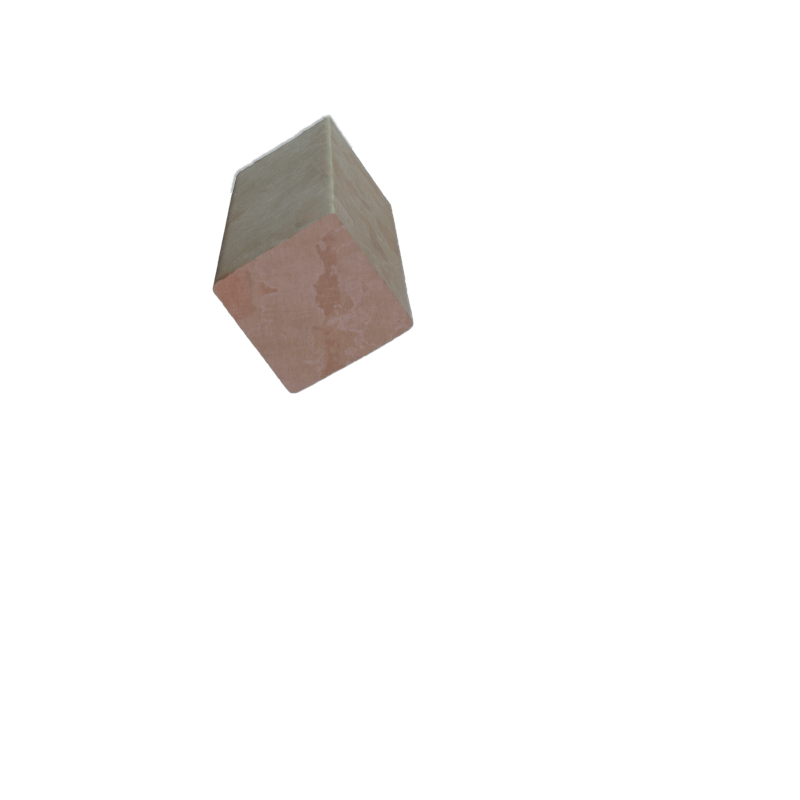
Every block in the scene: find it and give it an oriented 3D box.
[{"bbox_3d":[-0.059,-0.106,0.748,0.090,0.086,0.218,-30,26,12],"label":"block"}]
